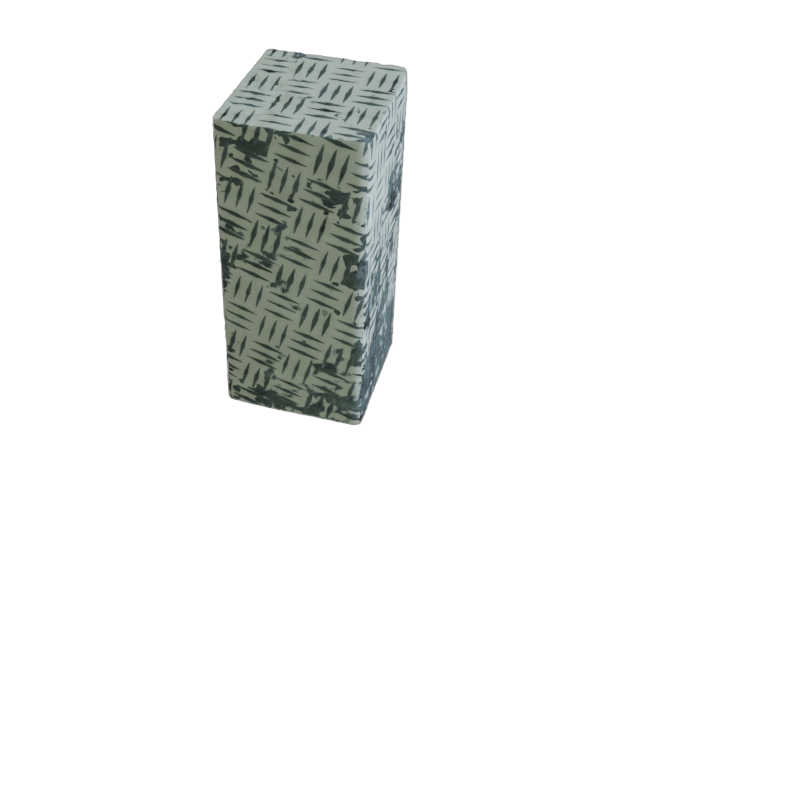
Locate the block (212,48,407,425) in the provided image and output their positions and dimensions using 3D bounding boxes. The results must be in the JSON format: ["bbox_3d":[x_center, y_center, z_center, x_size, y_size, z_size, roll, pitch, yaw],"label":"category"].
[{"bbox_3d":[-0.052,-0.096,0.673,0.092,0.192,0.095,12,40,11],"label":"block"}]
